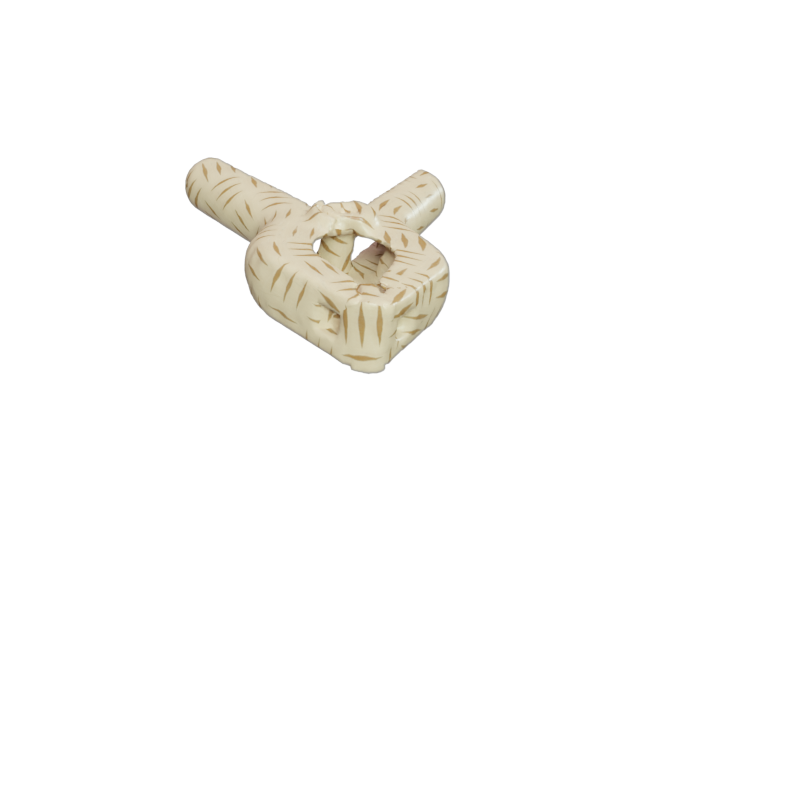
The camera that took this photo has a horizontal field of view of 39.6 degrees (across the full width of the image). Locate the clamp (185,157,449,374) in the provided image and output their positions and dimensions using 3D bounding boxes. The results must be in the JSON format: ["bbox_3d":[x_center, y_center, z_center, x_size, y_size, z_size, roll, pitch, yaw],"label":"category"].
[{"bbox_3d":[-0.036,-0.065,0.455,0.120,0.037,0.180,0,26,-1],"label":"clamp"}]
